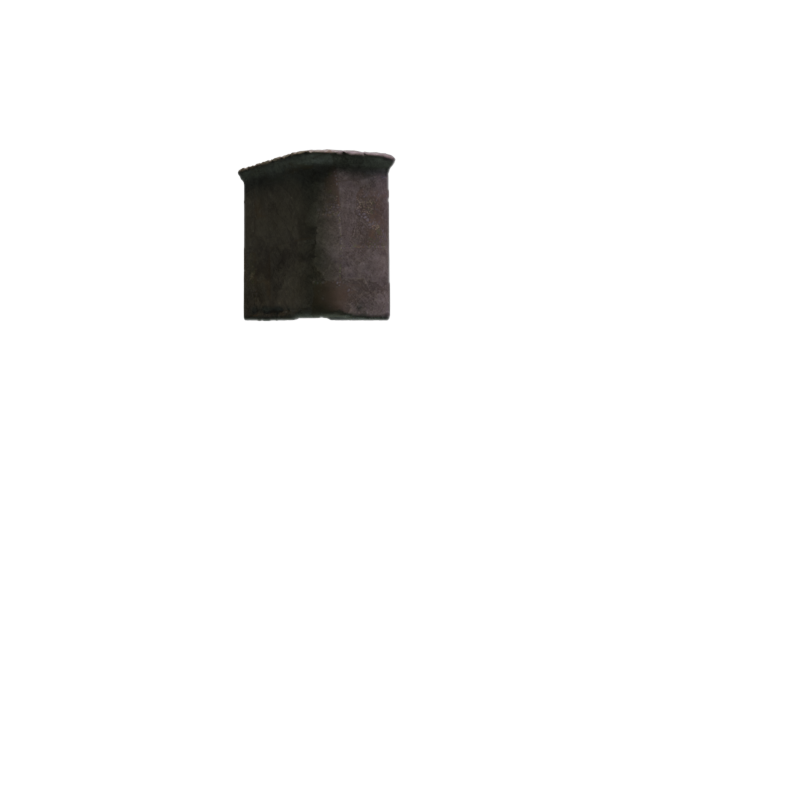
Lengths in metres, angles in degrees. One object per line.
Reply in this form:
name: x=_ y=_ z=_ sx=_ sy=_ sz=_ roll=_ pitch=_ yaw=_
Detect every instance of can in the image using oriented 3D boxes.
can: x=-0.046 y=-0.084 z=0.587 sx=0.055 sy=0.084 sz=0.105 roll=1 pitch=0 yaw=-30
